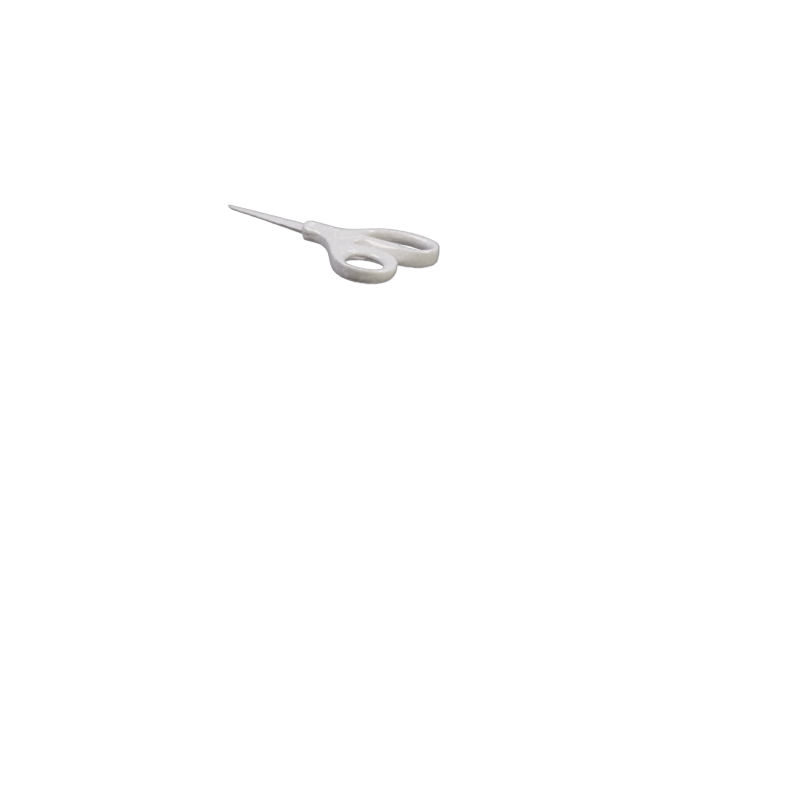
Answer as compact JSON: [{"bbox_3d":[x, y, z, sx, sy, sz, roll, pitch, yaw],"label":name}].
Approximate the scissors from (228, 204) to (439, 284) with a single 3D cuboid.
[{"bbox_3d":[-0.070,-0.128,0.894,0.209,0.015,0.098,12,31,20],"label":"scissors"}]
